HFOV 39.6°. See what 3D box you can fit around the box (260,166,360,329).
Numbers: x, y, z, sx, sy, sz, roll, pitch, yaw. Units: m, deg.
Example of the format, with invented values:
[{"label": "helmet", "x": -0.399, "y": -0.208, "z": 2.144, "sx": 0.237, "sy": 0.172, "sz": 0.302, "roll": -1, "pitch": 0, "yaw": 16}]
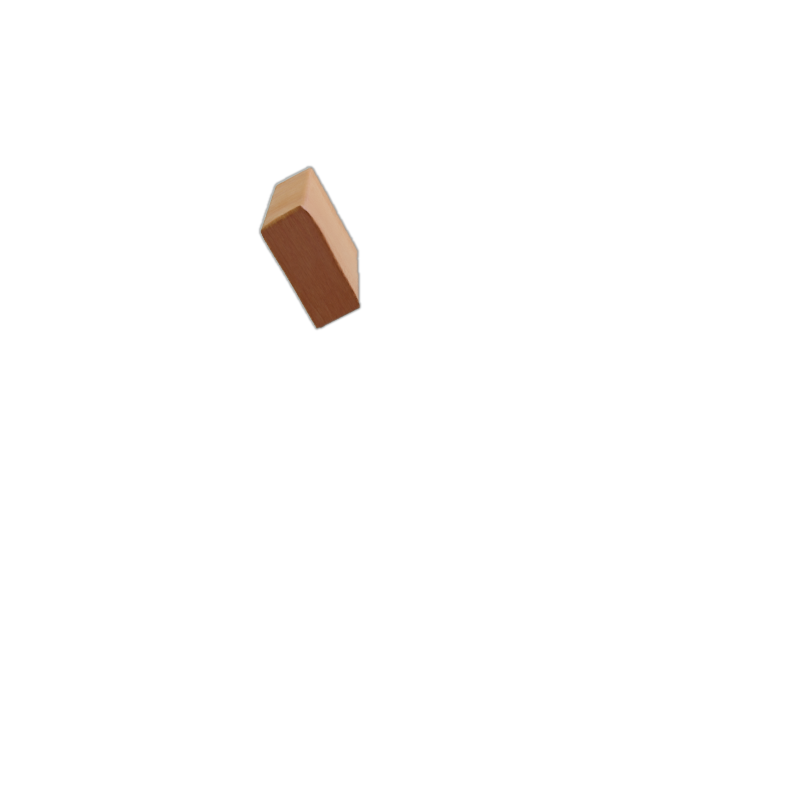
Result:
[{"label": "box", "x": -0.072, "y": -0.131, "z": 0.921, "sx": 0.048, "sy": 0.090, "sz": 0.183, "roll": -28, "pitch": 18, "yaw": 6}]
